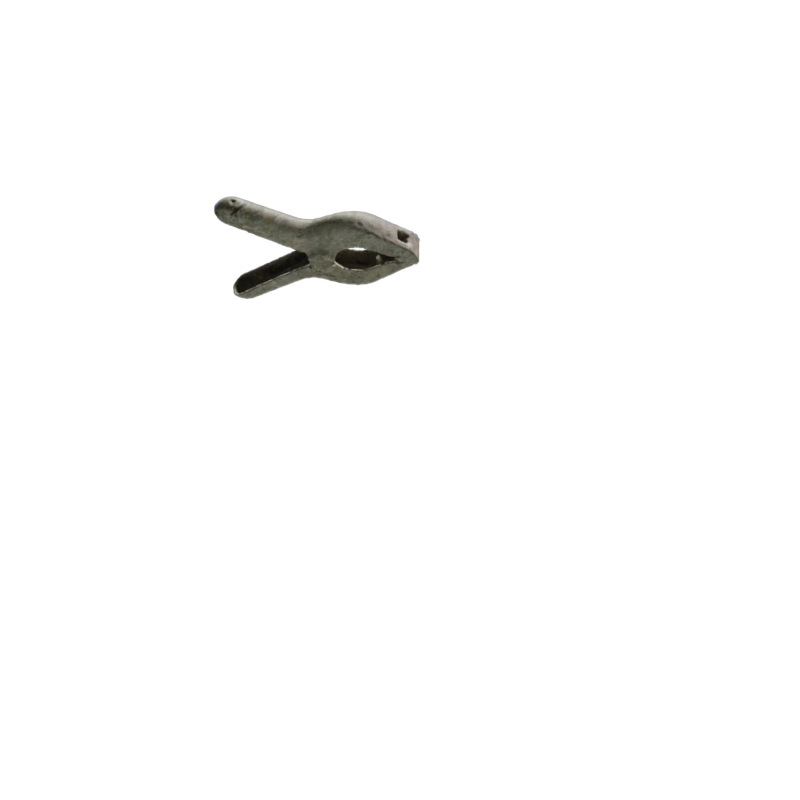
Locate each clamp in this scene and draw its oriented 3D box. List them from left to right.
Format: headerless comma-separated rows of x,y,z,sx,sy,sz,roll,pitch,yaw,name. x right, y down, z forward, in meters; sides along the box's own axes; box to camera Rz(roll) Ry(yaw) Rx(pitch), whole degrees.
-0.072,-0.132,0.925,0.173,0.042,0.111,-6,-30,11,clamp
